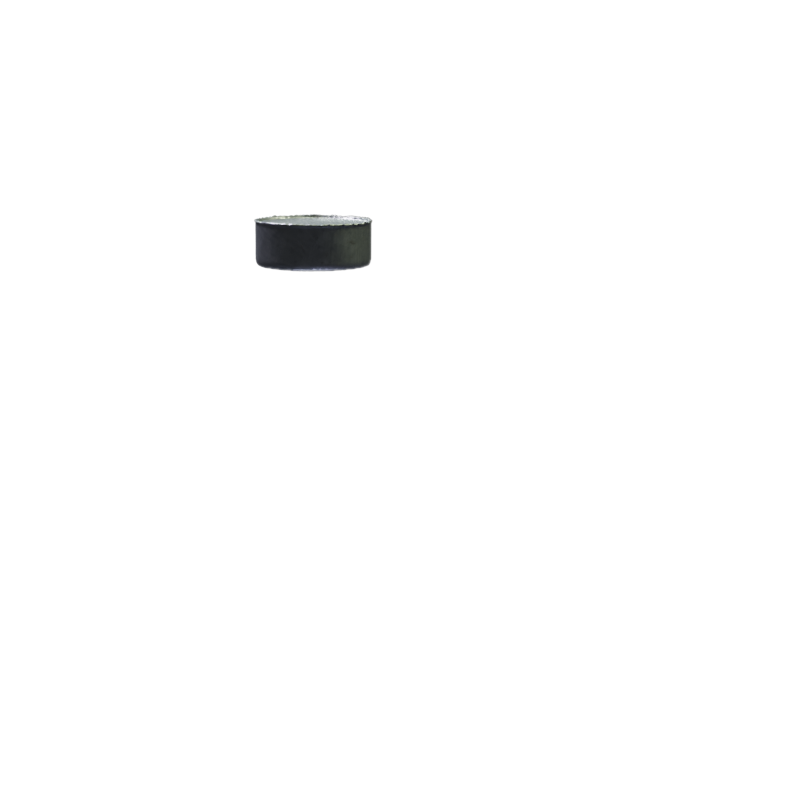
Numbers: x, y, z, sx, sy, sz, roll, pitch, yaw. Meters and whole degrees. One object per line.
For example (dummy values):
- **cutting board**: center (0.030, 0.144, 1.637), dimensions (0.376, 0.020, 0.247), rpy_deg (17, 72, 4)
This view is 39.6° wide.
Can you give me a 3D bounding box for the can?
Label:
- **can**: center (-0.063, -0.115, 0.807), dimensions (0.086, 0.033, 0.088), rpy_deg (0, 13, -2)
